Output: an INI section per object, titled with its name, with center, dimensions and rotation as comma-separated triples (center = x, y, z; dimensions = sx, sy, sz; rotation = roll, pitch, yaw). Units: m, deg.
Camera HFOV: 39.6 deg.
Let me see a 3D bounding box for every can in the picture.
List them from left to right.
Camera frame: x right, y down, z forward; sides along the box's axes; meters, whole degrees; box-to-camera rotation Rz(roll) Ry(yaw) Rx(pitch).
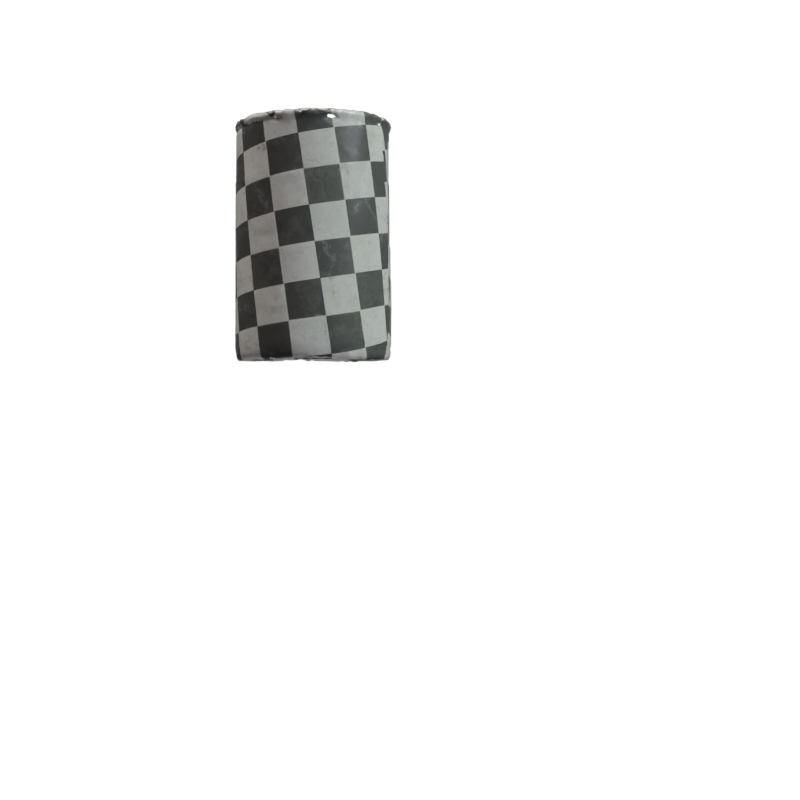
[can]
center = -0.037, -0.068, 0.478
dimensions = 0.068, 0.104, 0.068
rotation = 0, -5, -2
